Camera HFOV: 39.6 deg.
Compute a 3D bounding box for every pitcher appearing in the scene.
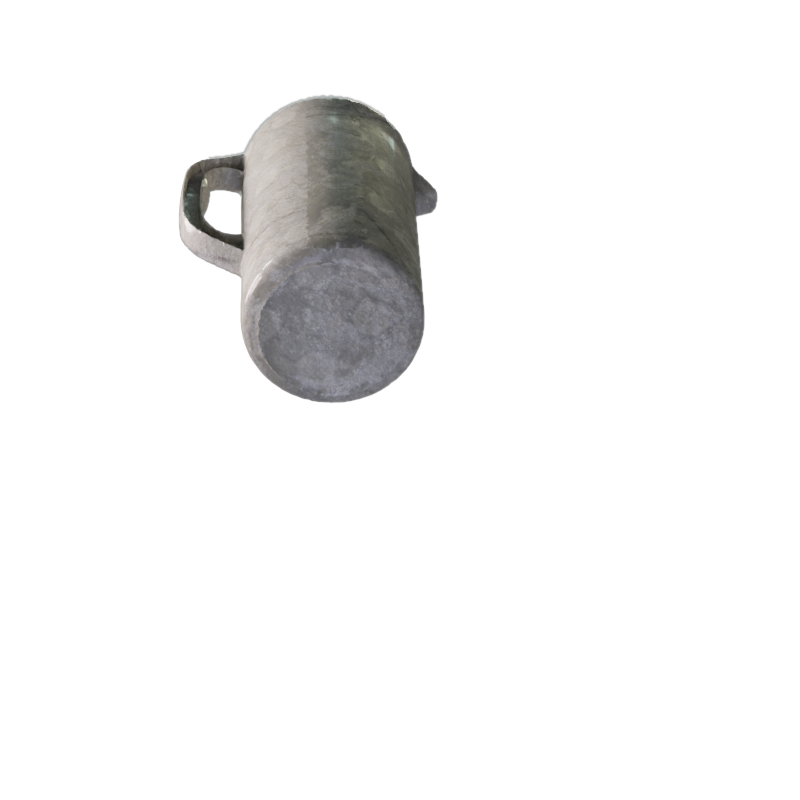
[{"bbox_3d":[-0.058,-0.106,0.746,0.149,0.137,0.258,-32,27,14],"label":"pitcher"}]
